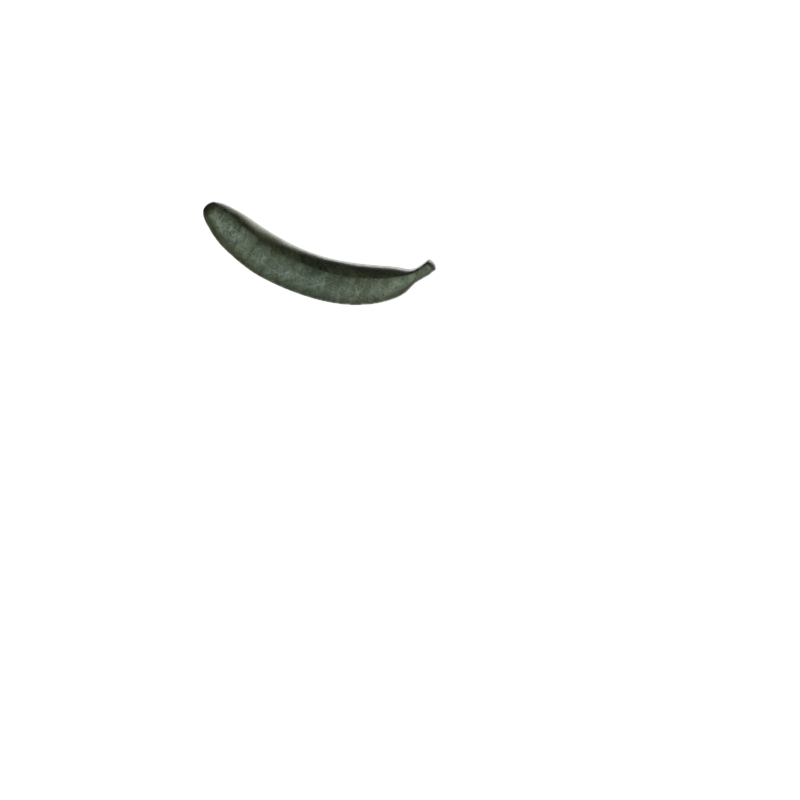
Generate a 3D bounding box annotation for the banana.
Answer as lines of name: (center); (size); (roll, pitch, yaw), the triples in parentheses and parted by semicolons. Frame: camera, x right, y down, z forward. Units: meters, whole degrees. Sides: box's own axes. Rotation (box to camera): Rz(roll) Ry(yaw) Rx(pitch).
banana: (-0.074, -0.117, 0.932); (0.194, 0.066, 0.039); (13, 34, -9)
